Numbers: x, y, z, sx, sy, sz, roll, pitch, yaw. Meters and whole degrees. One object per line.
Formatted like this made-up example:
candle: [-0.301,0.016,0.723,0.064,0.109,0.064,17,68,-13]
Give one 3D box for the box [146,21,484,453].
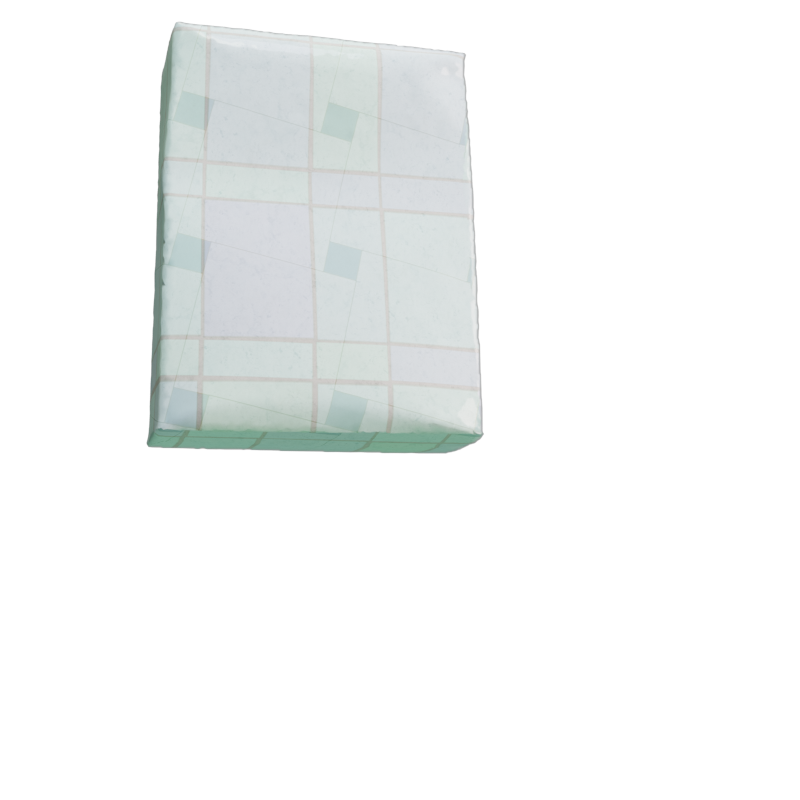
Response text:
box: [-0.046,-0.083,0.582,0.161,0.222,0.070,3,-16,-13]
